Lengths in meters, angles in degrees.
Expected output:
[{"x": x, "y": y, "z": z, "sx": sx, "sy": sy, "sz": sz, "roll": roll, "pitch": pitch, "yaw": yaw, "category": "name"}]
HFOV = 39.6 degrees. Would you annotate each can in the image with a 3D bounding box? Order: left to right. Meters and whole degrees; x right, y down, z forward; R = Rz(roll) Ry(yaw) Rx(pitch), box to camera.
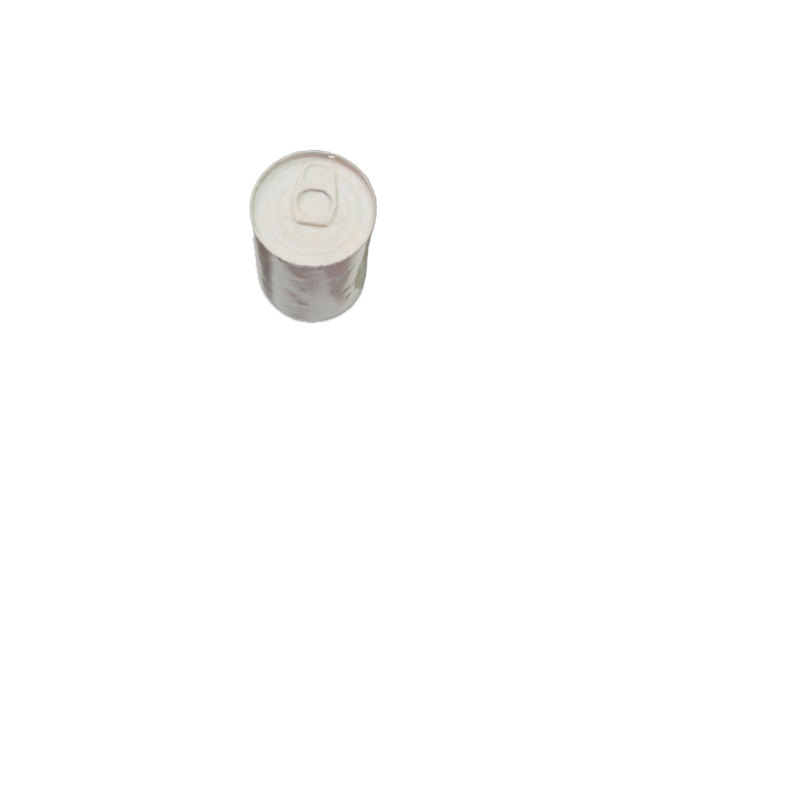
[{"x": -0.050, "y": -0.091, "z": 0.635, "sx": 0.068, "sy": 0.072, "sz": 0.098, "roll": 0, "pitch": -16, "yaw": -3, "category": "can"}]
